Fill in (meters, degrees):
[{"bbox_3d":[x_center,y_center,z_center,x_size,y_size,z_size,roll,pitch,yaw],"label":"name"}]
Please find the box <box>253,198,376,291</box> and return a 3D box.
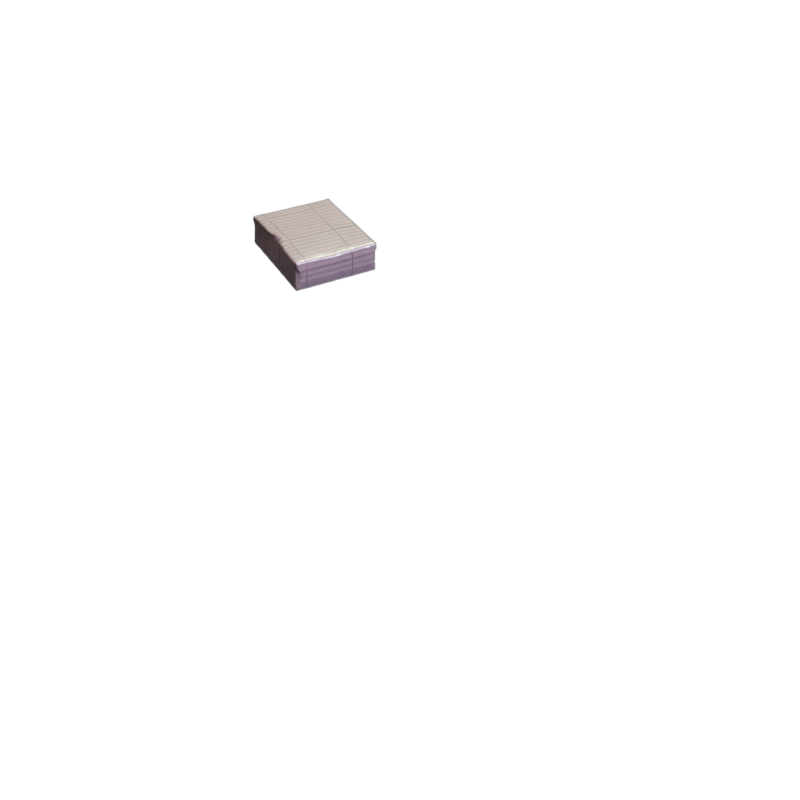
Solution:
[{"bbox_3d":[-0.072,-0.132,0.923,0.072,0.028,0.096,-17,39,-22],"label":"box"}]
